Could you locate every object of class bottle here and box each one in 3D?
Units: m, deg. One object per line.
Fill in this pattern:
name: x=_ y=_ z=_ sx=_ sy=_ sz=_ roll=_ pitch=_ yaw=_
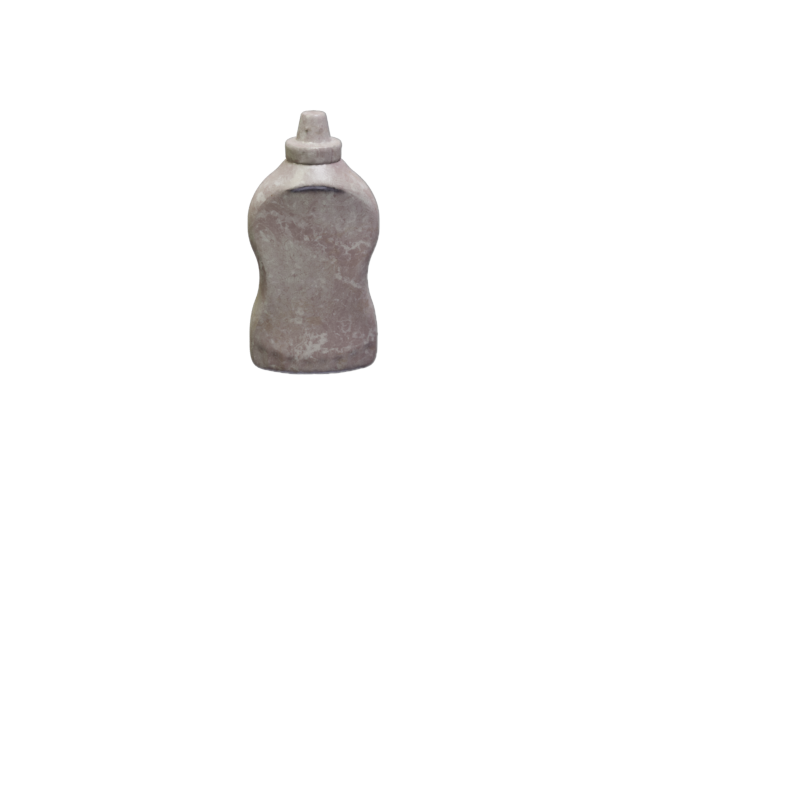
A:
bottle: x=-0.064 y=-0.116 z=0.811 sx=0.096 sy=0.183 sz=0.061 roll=1 pitch=20 yaw=-2
